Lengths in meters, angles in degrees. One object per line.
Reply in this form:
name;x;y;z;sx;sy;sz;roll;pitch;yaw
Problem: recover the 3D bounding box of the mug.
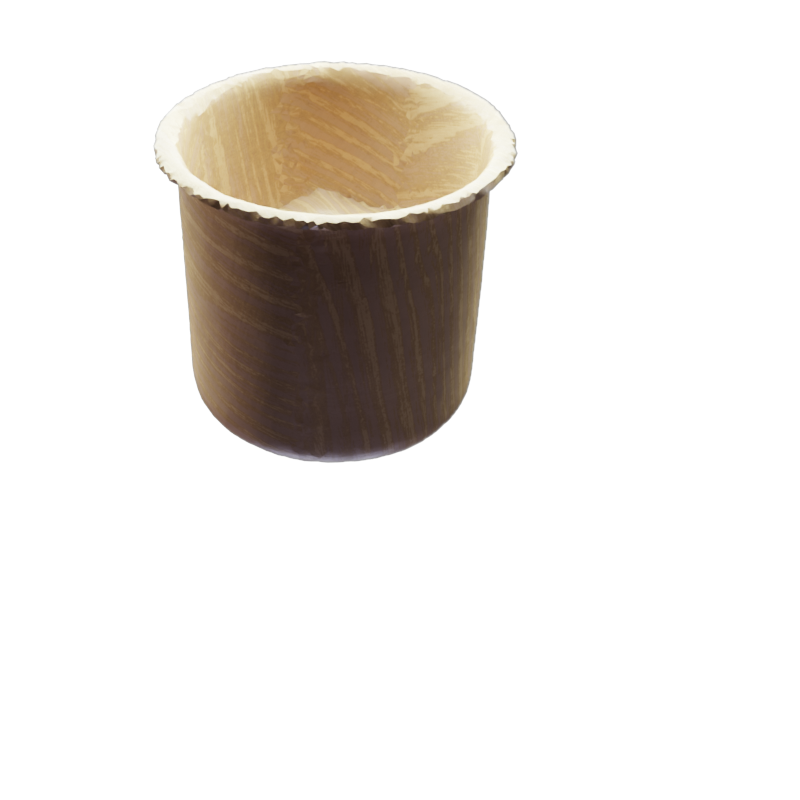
mug;-0.025;-0.045;0.316;0.092;0.076;0.127;-18;41;-24
